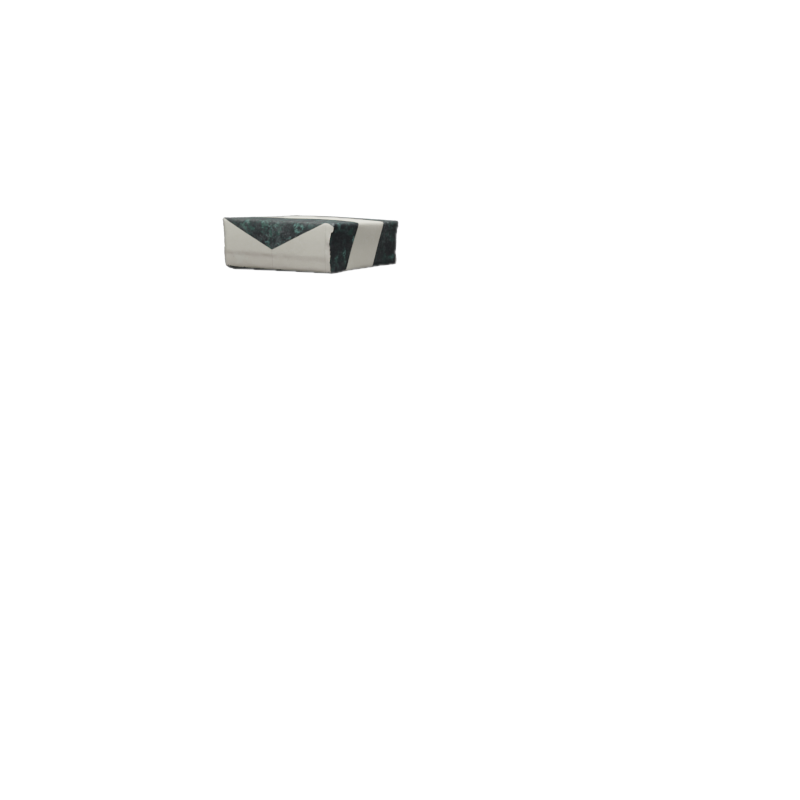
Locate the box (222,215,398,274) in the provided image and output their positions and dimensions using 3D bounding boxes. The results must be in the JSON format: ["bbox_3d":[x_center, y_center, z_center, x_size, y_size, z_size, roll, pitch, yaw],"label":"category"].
[{"bbox_3d":[-0.064,-0.116,0.814,0.093,0.038,0.112,5,13,25],"label":"box"}]
